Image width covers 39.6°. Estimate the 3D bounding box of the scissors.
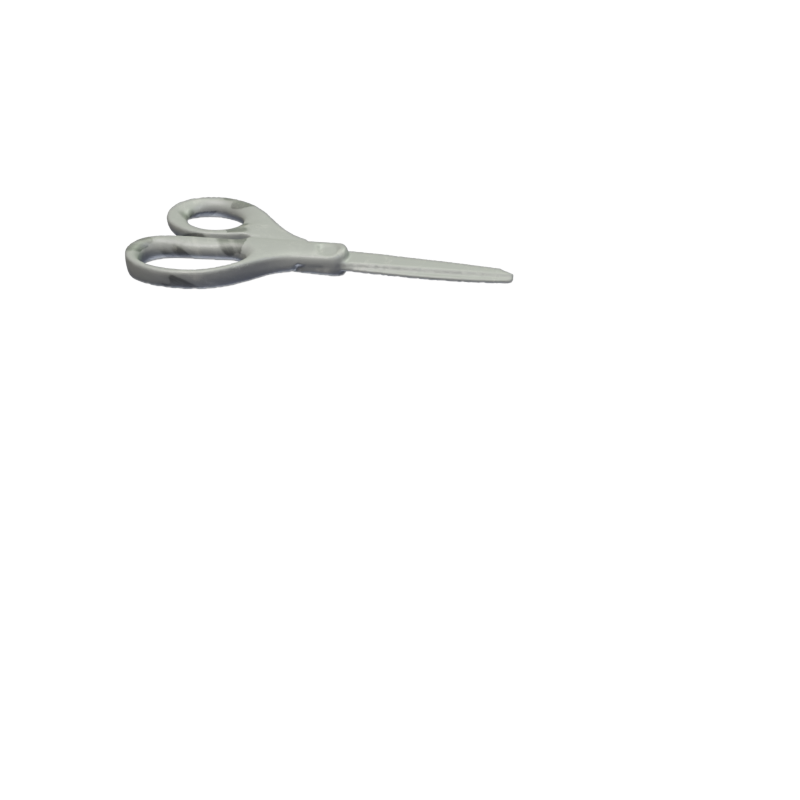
[{"bbox_3d":[-0.048,-0.087,0.607,0.201,0.015,0.103,-2,35,-3],"label":"scissors"}]
